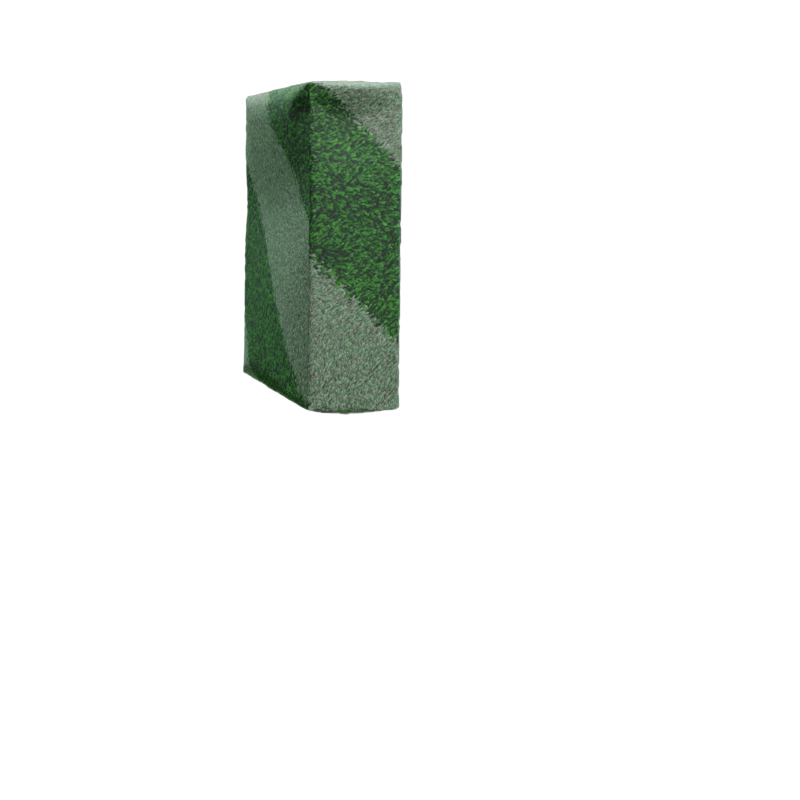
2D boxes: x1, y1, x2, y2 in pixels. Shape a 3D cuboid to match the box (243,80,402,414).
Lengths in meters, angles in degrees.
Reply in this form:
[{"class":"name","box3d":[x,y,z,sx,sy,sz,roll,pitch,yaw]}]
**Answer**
[{"class":"box","box3d":[-0.061,-0.111,0.776,0.070,0.211,0.170,-2,7,-22]}]
